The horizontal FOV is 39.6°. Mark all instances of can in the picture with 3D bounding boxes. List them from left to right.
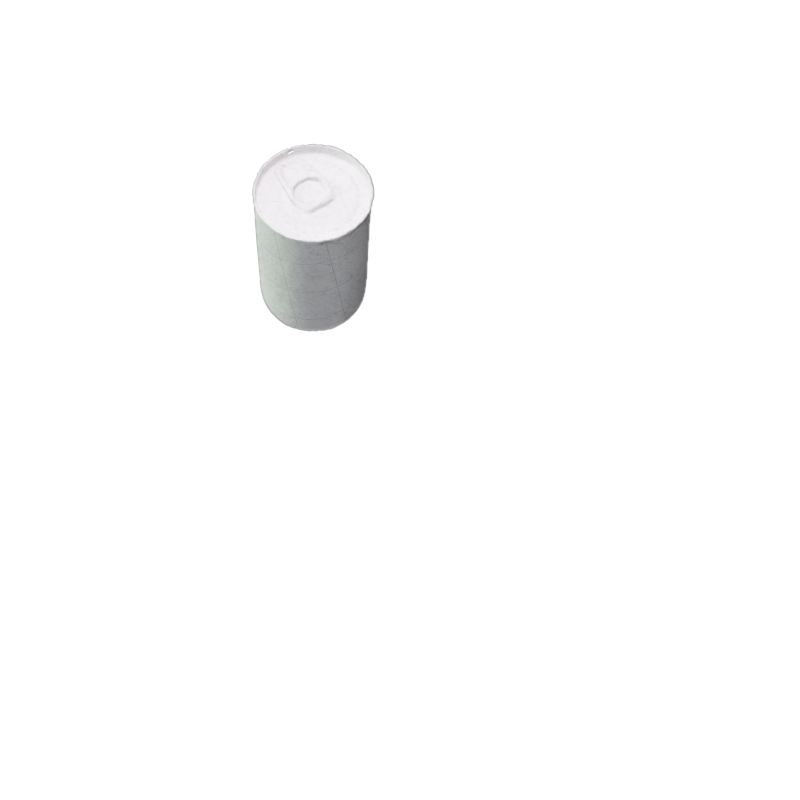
[{"bbox_3d":[-0.051,-0.094,0.657,0.068,0.073,0.096,0,-29,-3],"label":"can"}]
